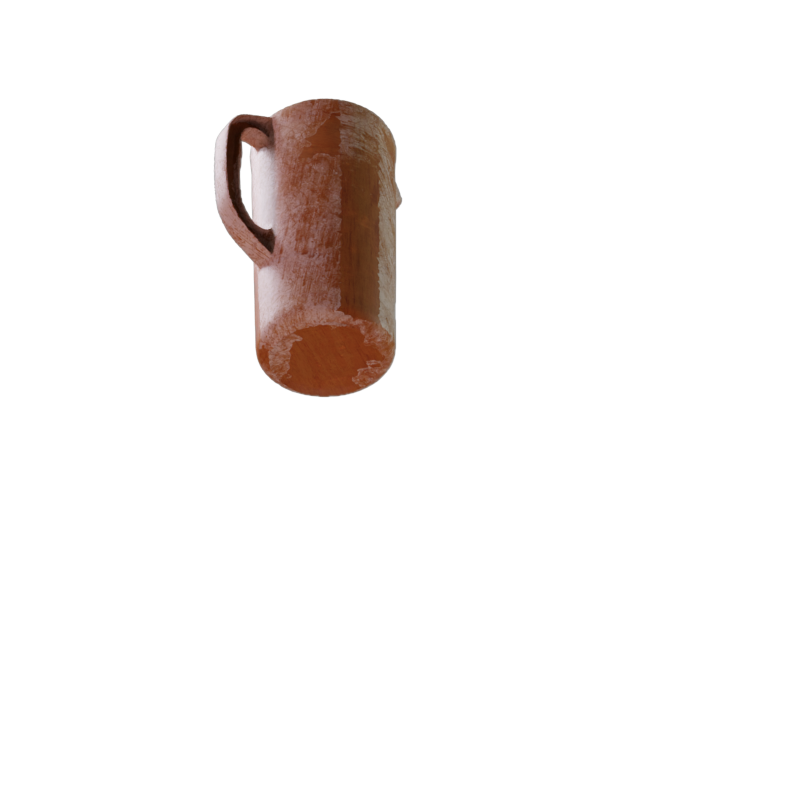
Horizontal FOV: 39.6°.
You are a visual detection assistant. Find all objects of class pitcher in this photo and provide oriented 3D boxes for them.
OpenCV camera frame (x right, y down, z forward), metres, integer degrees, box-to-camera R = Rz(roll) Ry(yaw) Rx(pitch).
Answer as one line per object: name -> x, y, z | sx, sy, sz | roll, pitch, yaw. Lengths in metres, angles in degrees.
pitcher -> -0.072, -0.132, 0.921 | 0.150, 0.261, 0.134 | -7, -41, 4
